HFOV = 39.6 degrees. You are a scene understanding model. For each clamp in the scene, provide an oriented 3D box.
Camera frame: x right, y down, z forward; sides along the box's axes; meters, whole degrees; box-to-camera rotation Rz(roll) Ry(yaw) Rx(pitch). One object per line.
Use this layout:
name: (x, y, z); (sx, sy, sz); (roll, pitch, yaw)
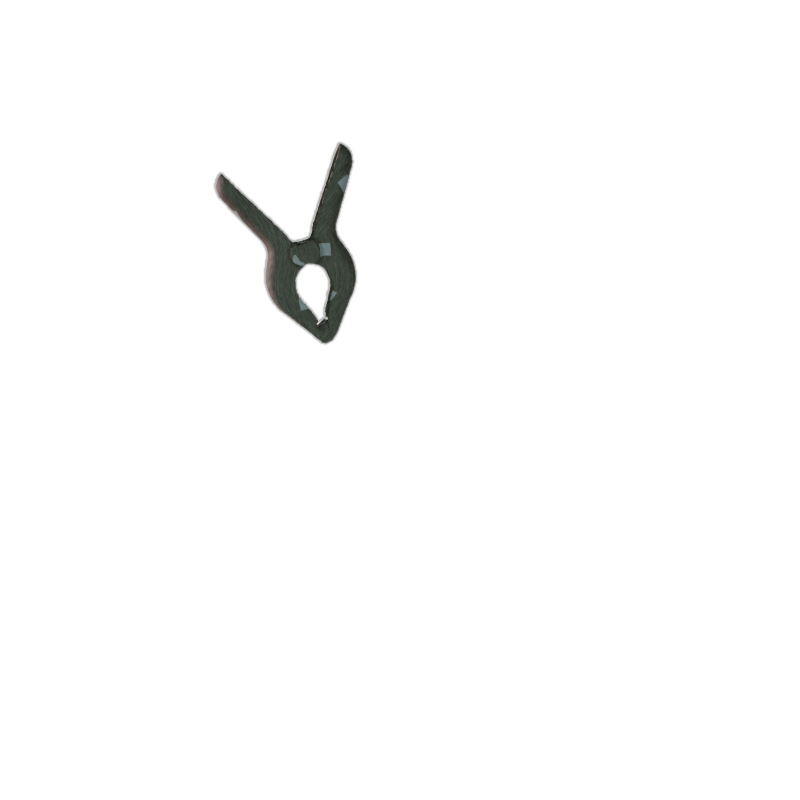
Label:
clamp: (-0.076, -0.138, 0.965); (0.120, 0.168, 0.040); (-22, 8, 3)
